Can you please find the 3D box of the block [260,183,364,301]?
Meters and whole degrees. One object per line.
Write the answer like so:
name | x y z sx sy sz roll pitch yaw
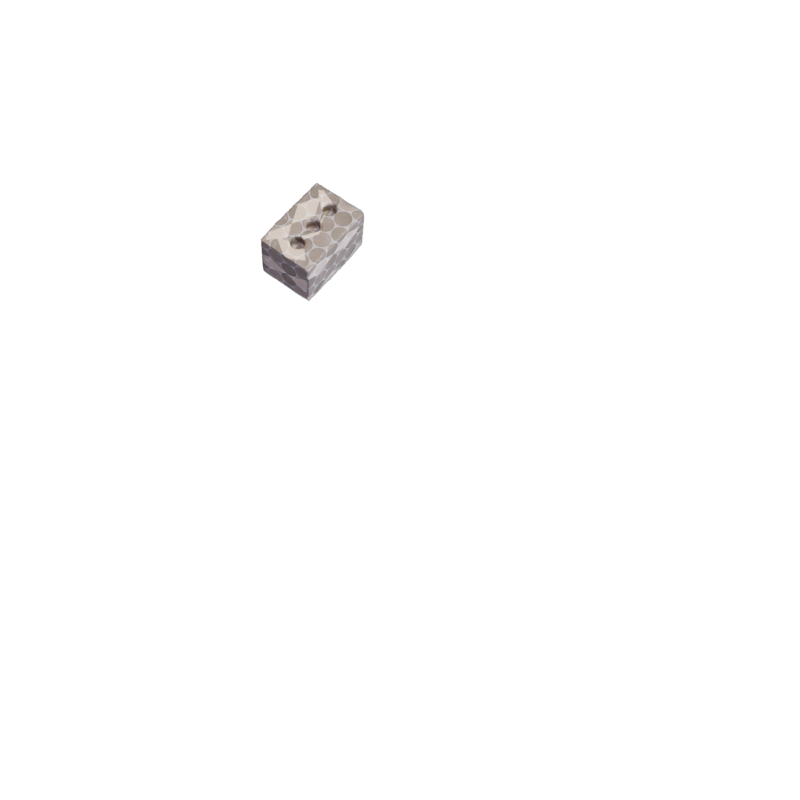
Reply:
block | -0.074 -0.135 0.943 0.055 0.080 0.048 33 -26 16
